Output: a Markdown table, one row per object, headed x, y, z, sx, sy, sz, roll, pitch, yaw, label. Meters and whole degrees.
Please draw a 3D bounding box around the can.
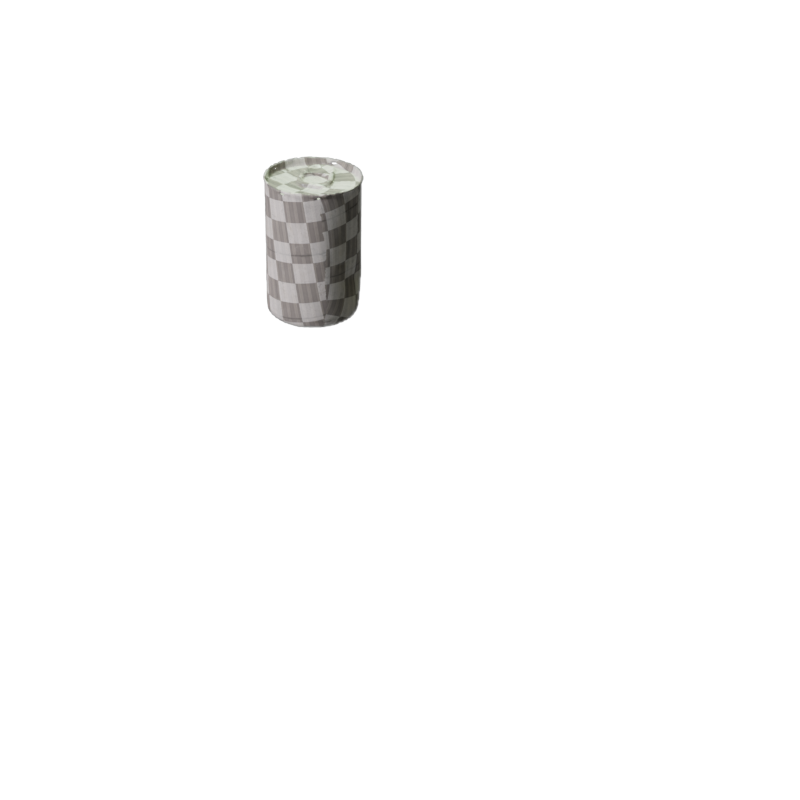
| x | y | z | sx | sy | sz | roll | pitch | yaw | label |
| --- | --- | --- | --- | --- | --- | --- | --- | --- | --- |
| -0.061 | -0.111 | 0.774 | 0.068 | 0.096 | 0.073 | 0 | 30 | -2 | can |
